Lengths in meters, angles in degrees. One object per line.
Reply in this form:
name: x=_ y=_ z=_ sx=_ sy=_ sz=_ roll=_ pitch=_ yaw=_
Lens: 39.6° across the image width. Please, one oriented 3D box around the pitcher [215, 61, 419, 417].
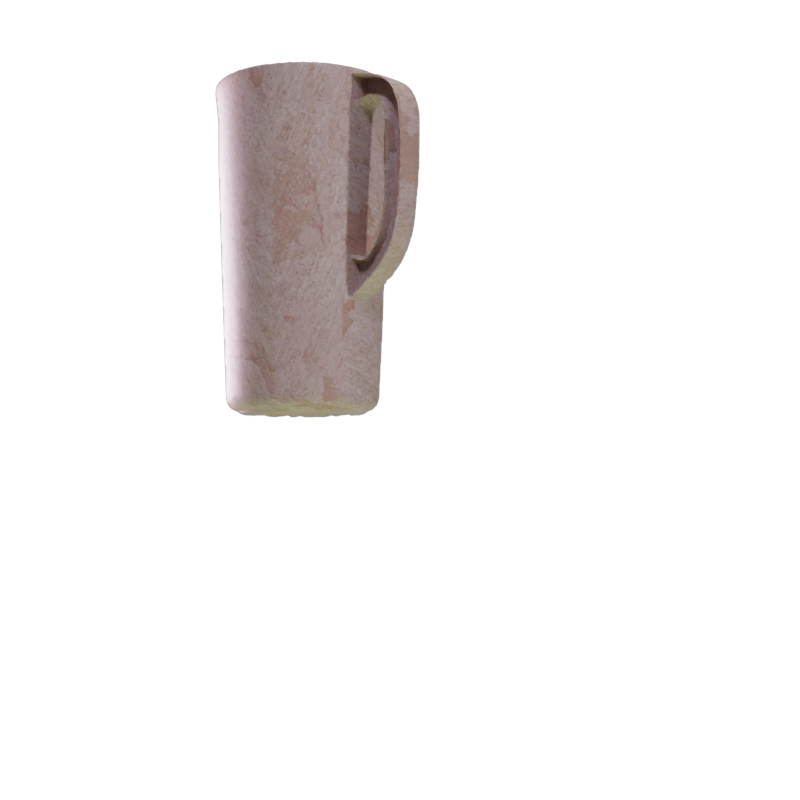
pitcher: x=-0.062 y=-0.113 z=0.791 sx=0.145 sy=0.249 sz=0.146 roll=0 pitch=-9 yaw=-1
